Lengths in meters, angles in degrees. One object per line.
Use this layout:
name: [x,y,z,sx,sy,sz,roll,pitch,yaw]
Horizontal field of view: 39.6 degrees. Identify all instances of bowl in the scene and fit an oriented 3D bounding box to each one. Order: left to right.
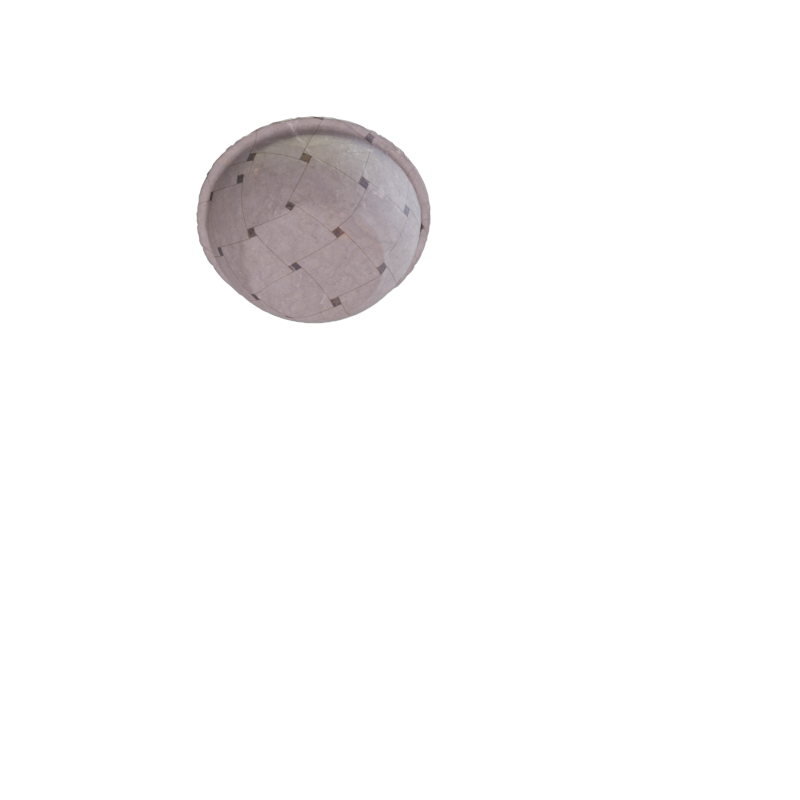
bowl: [-0.058,-0.106,0.743,0.162,0.152,0.059,1,36,-1]
